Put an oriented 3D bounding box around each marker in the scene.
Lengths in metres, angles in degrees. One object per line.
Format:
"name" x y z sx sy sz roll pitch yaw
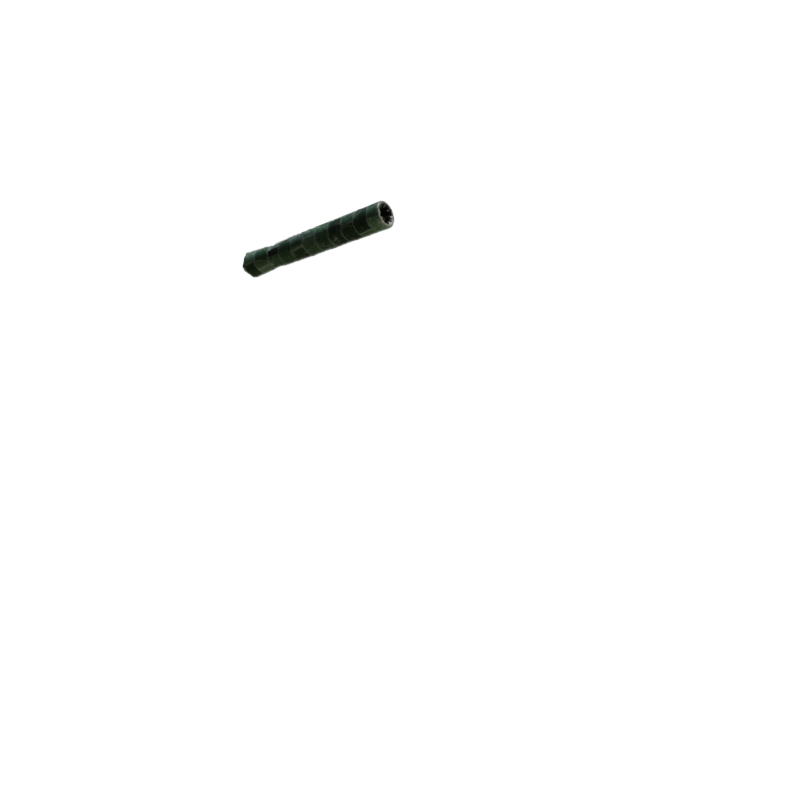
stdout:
"marker" -0.058 -0.106 0.743 0.123 0.020 0.019 -15 -5 34
